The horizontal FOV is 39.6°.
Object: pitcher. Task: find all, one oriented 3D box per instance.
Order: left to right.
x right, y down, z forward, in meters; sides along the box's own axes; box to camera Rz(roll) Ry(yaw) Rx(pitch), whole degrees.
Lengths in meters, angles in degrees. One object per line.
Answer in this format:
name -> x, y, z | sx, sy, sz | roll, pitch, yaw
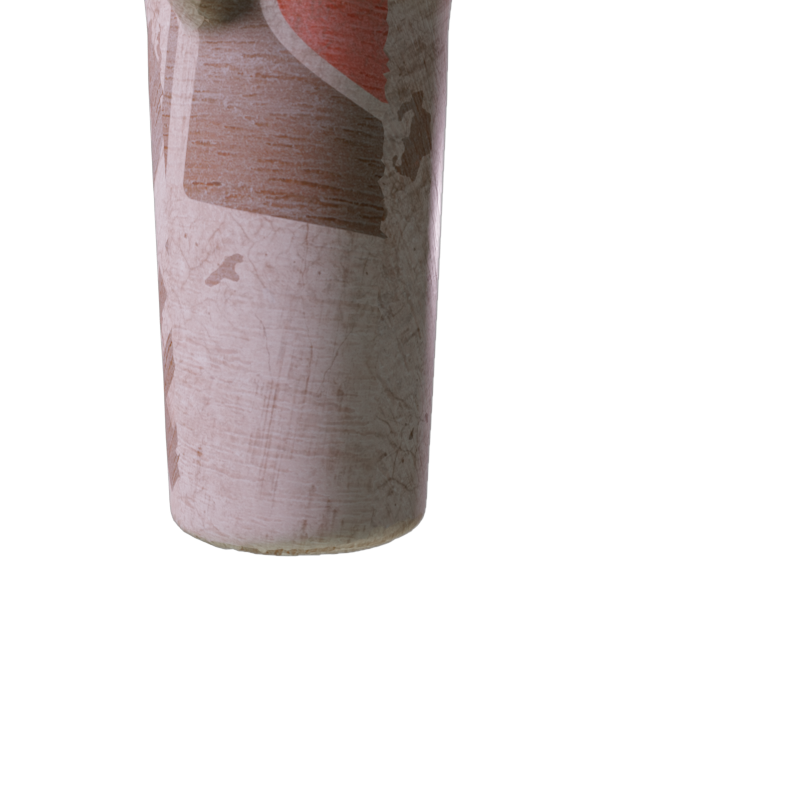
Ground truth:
pitcher -> -0.037, -0.068, 0.479 | 0.146, 0.243, 0.148 | 0, 1, -15
